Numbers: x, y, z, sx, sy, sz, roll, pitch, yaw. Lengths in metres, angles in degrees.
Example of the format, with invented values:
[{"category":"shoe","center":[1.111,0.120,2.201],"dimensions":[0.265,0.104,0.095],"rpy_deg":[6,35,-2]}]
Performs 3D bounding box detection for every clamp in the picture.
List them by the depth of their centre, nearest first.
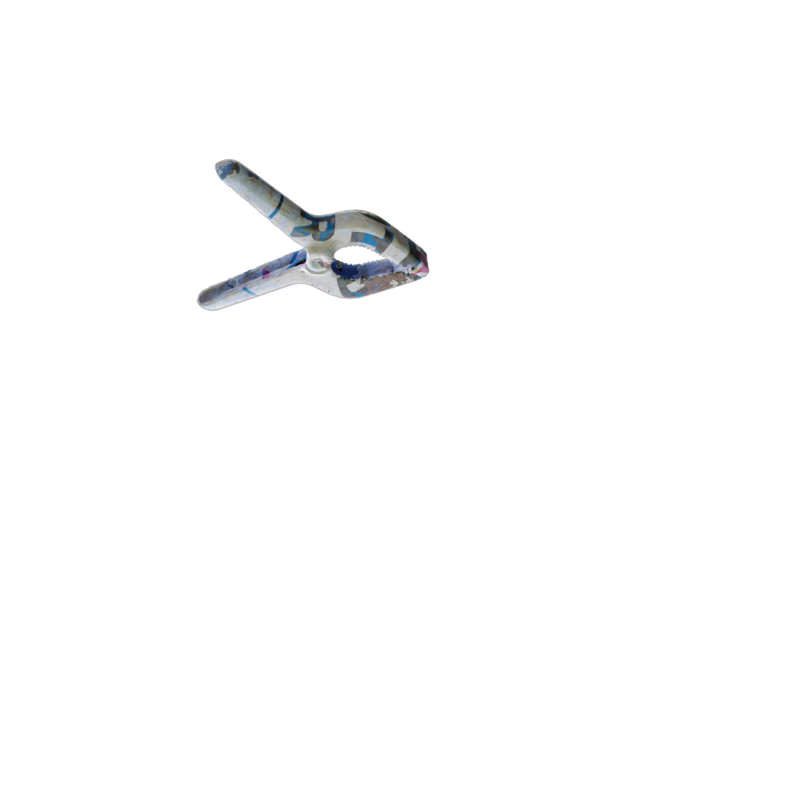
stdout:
[{"category":"clamp","center":[-0.077,-0.141,0.988],"dimensions":[0.209,0.154,0.039],"rpy_deg":[3,43,-3]}]
